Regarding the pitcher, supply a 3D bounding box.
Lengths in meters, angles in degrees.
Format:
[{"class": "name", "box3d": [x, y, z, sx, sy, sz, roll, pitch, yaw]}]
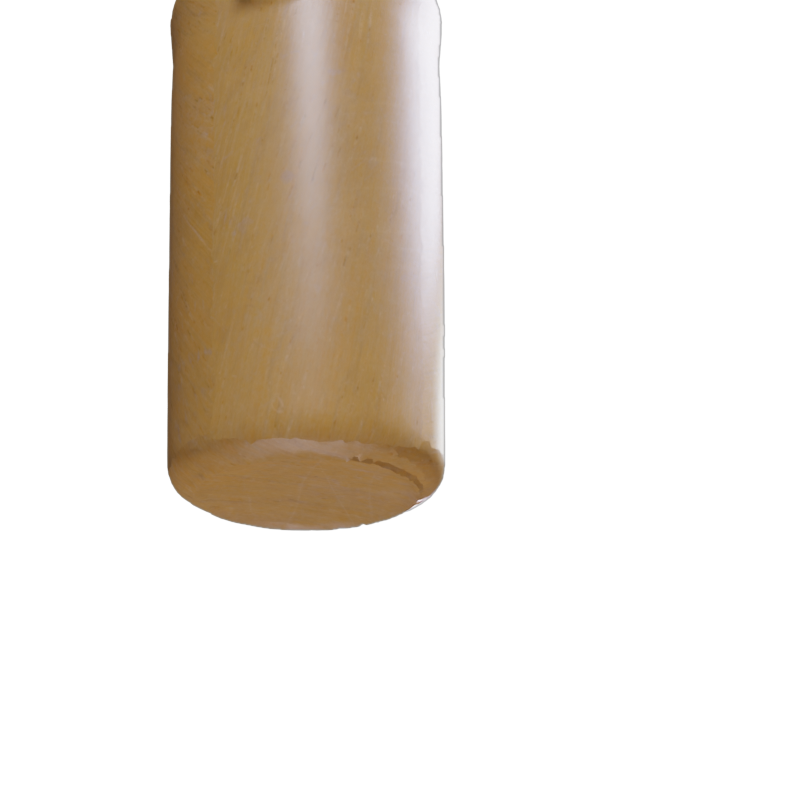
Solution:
[{"class": "pitcher", "box3d": [-0.039, -0.071, 0.497, 0.142, 0.258, 0.143, 17, -33, -31]}]
